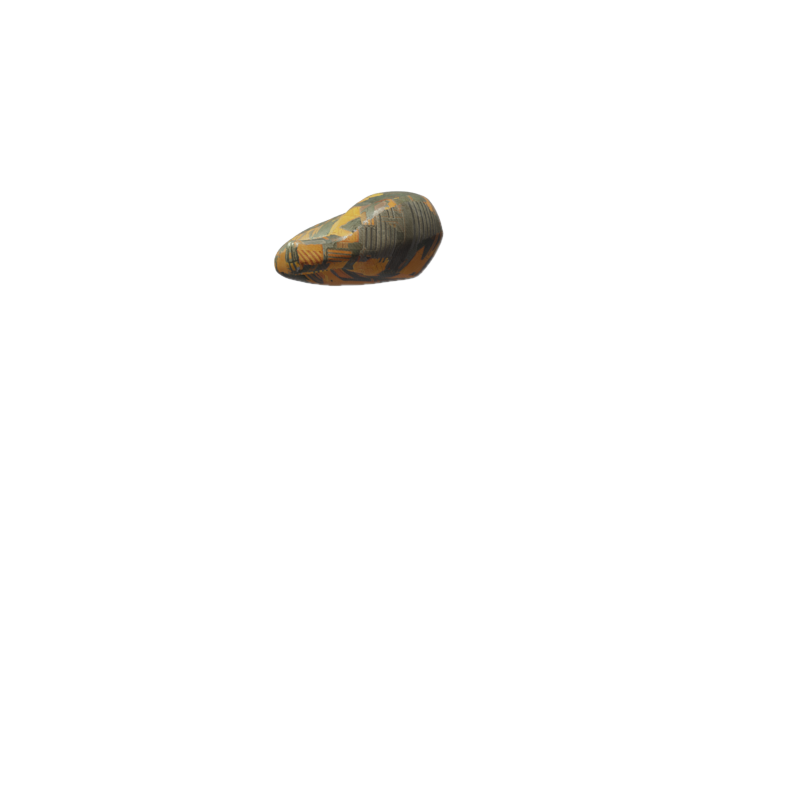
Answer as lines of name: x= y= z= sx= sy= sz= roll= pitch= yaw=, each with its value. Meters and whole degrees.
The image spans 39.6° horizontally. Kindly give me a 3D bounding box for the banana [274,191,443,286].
banana: x=-0.020 y=-0.071 z=0.494 sx=0.069 sy=0.037 sz=0.199 roll=0 pitch=4 yaw=-7
